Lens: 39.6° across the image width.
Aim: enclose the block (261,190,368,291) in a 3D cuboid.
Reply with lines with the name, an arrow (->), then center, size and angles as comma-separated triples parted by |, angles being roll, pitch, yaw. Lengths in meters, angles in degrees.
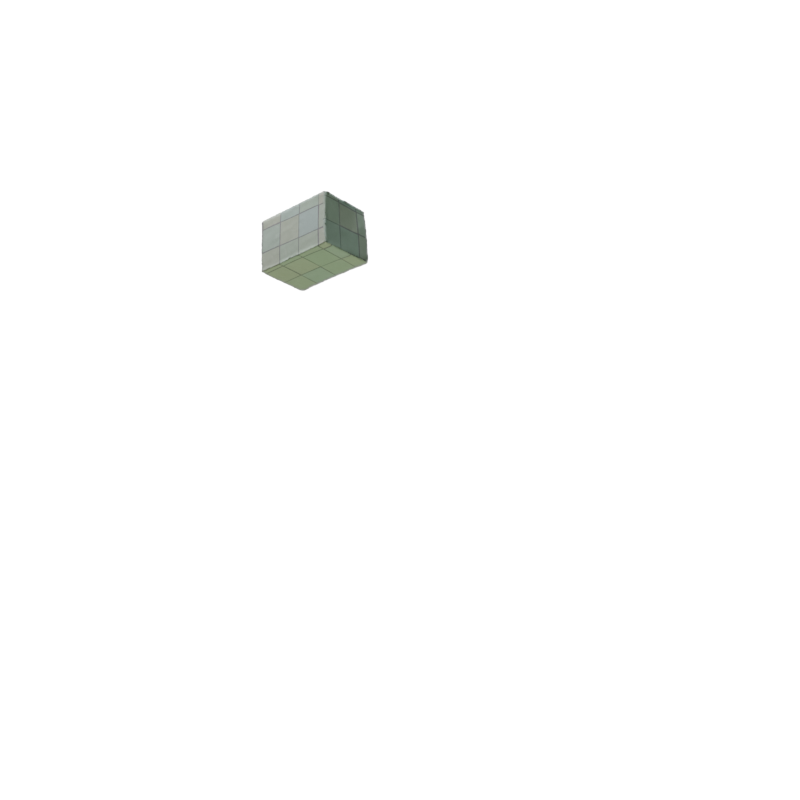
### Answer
block -> -0.074, -0.134, 0.941 | 0.079, 0.054, 0.049 | -19, -31, 36
